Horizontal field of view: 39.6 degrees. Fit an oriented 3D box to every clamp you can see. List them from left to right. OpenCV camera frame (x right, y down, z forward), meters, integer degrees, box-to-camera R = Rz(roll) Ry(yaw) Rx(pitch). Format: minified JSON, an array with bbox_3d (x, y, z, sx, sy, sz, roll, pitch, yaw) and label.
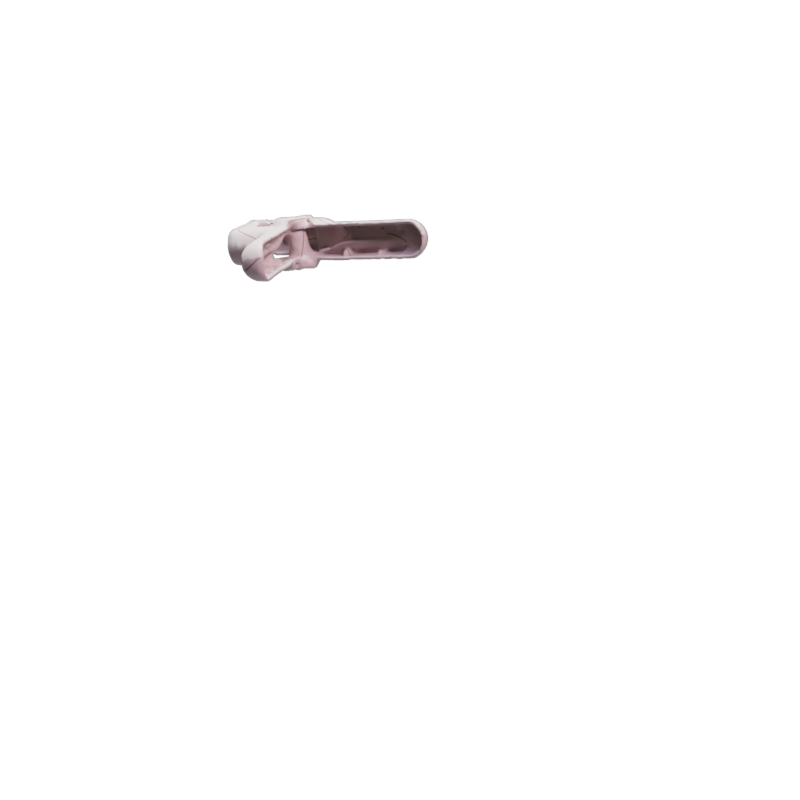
[{"bbox_3d":[-0.058,-0.106,0.741,0.118,0.038,0.179,-4,15,-15],"label":"clamp"}]
